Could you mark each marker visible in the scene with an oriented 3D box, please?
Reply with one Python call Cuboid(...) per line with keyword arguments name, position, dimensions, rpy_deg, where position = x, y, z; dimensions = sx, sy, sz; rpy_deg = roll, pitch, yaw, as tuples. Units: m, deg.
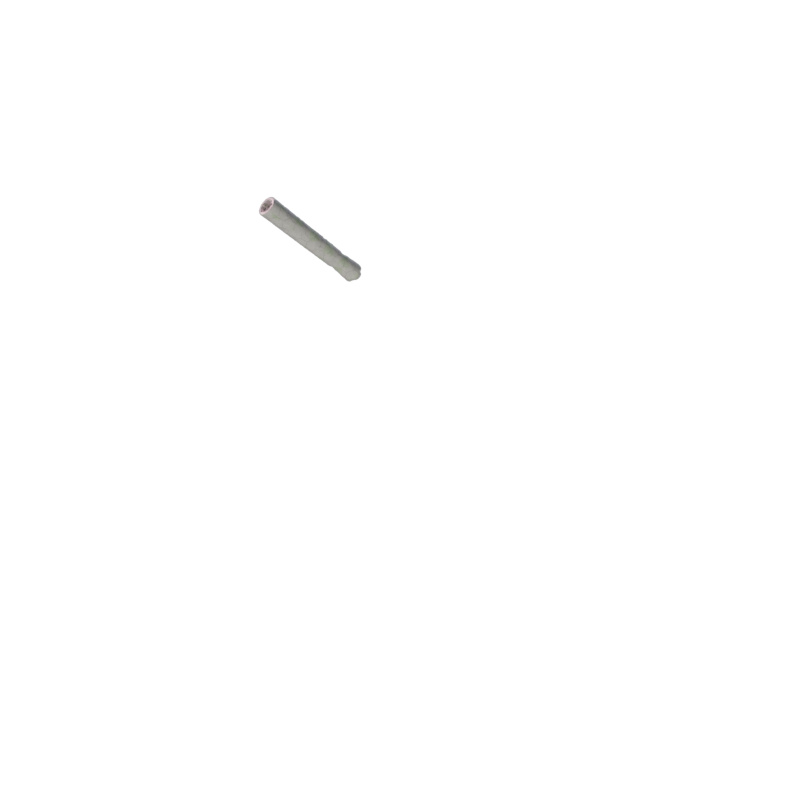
Cuboid(name="marker", position=(-0.077, -0.141, 0.988), dimensions=(0.113, 0.020, 0.021), rpy_deg=(35, -19, -34))
